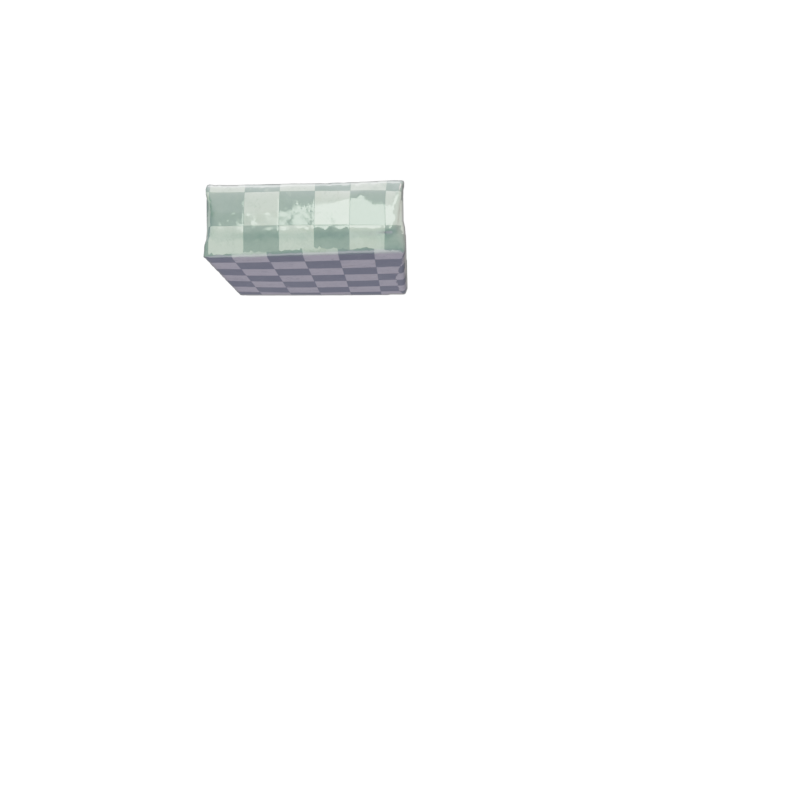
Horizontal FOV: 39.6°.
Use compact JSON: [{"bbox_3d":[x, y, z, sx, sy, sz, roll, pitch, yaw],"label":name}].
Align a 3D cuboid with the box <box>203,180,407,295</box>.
[{"bbox_3d":[-0.034,-0.063,0.438,0.073,0.031,0.087,0,-6,3],"label":"box"}]
